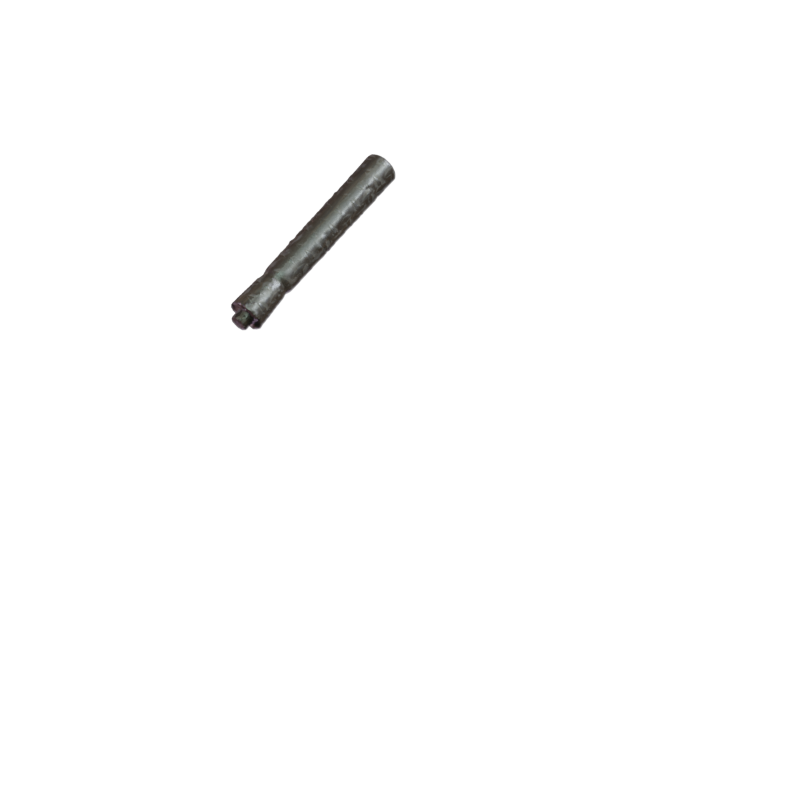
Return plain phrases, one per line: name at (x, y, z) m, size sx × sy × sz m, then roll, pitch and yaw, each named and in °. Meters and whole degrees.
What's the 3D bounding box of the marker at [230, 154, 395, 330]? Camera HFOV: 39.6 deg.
marker at (-0.044, -0.081, 0.566) m, size 0.021 × 0.019 × 0.124 m, roll 3°, pitch 48°, yaw 51°
